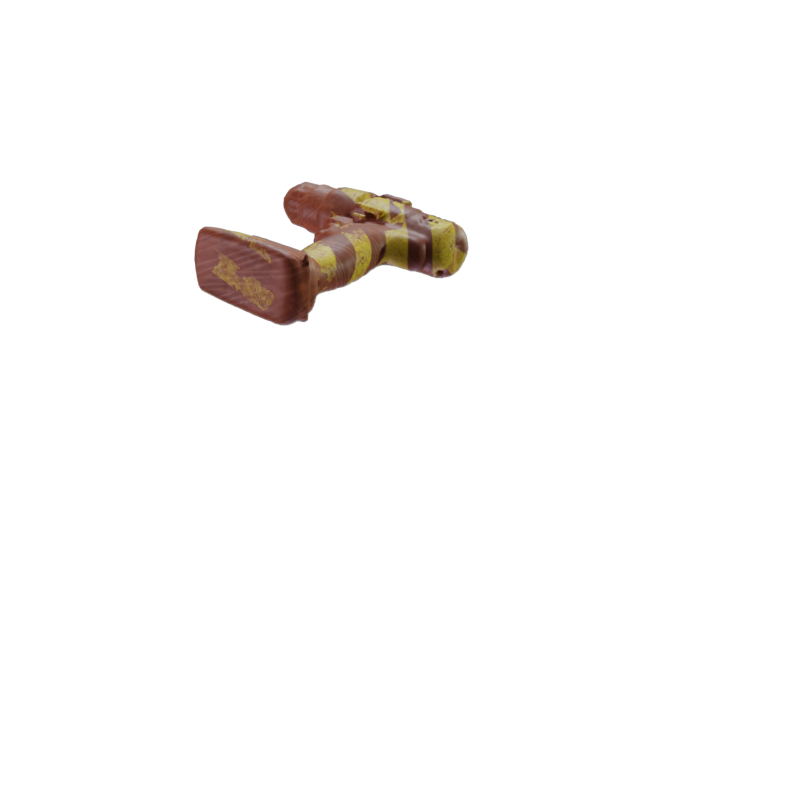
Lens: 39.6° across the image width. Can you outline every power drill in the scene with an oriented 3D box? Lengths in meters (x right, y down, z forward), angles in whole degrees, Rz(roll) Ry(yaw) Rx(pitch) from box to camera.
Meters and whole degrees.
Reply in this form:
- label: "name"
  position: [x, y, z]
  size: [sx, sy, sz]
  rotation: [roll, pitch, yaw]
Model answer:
- label: "power drill"
  position: [-0.068, -0.124, 0.870]
  size: [0.195, 0.055, 0.186]
  rotation: [21, 33, 36]
